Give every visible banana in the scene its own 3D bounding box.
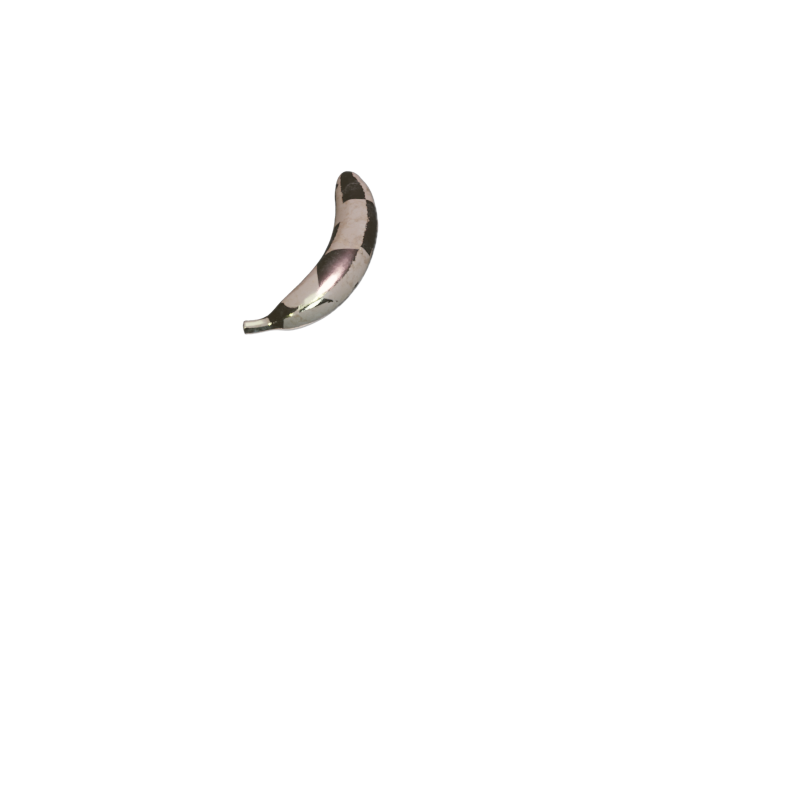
[{"bbox_3d":[-0.056,-0.122,0.912,0.072,0.206,0.034,17,-39,14],"label":"banana"}]
